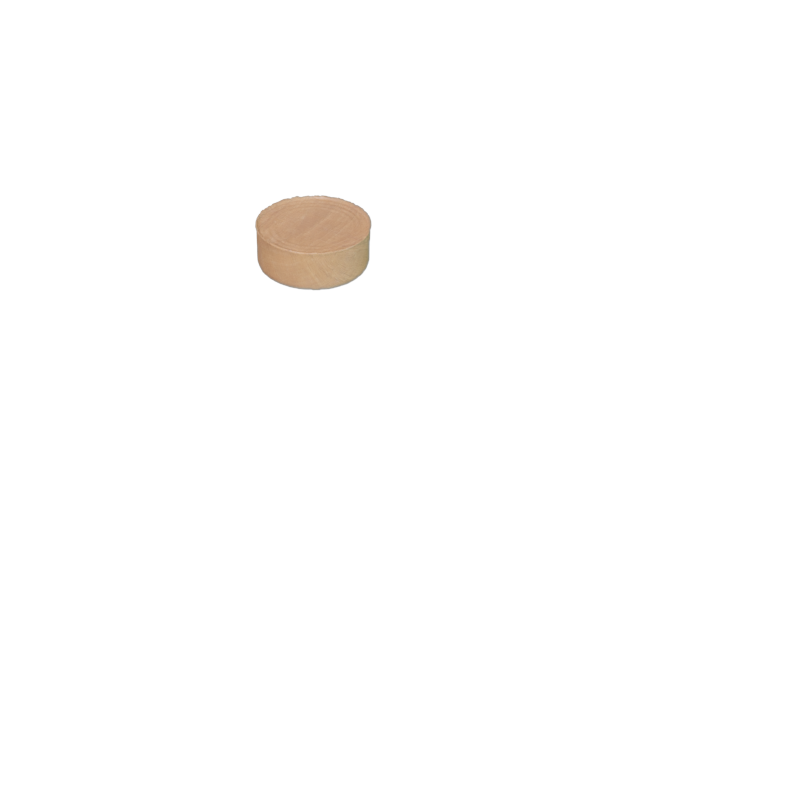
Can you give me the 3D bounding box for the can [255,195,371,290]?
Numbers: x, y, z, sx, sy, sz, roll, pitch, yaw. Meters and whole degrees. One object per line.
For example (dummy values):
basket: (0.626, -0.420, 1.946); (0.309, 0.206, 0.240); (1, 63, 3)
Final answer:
can: (-0.065, -0.118, 0.825); (0.086, 0.031, 0.092); (-1, 36, -2)
